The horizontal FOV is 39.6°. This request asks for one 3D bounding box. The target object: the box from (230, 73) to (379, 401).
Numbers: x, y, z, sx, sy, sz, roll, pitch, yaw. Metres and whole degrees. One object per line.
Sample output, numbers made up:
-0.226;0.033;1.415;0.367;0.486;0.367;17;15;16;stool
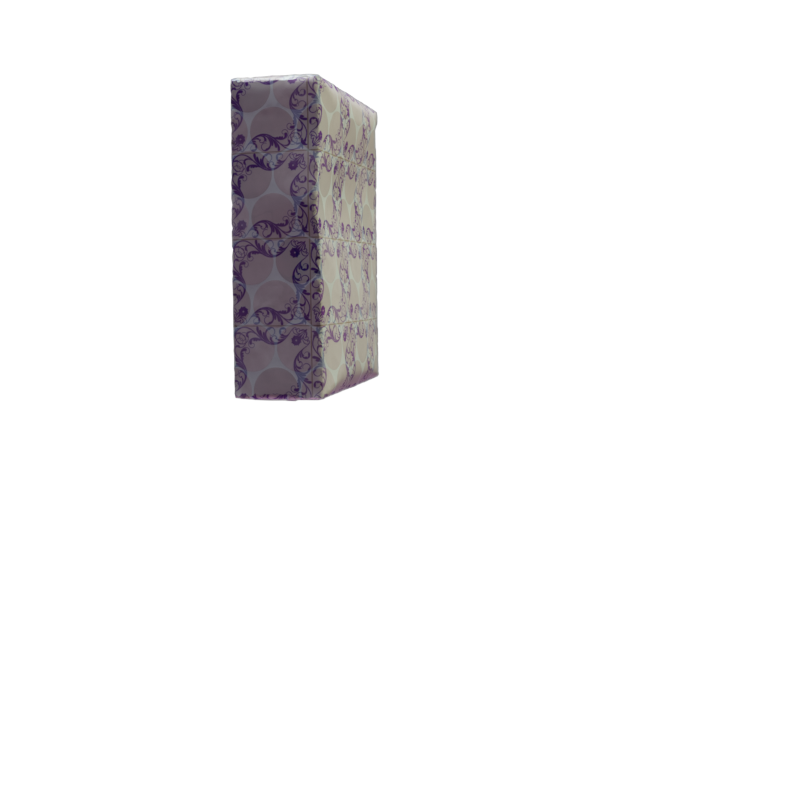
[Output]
-0.062;-0.114;0.798;0.073;0.215;0.161;0;1;13;box
